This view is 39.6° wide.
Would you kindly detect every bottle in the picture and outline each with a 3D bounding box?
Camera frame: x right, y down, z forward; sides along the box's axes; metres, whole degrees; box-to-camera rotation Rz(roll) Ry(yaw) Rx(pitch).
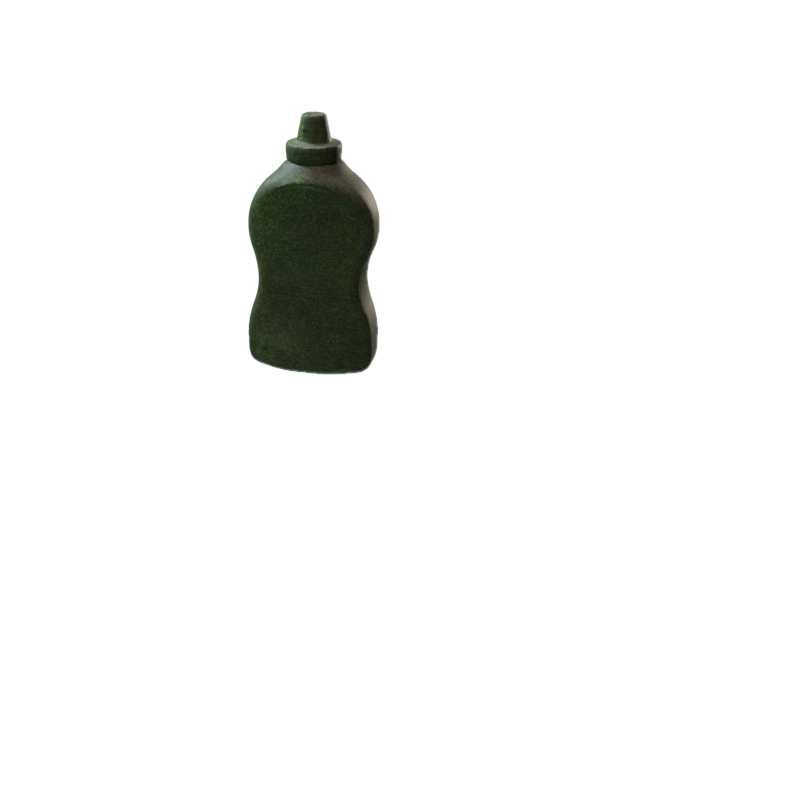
[{"bbox_3d":[-0.064,-0.117,0.819,0.098,0.183,0.060,7,20,14],"label":"bottle"}]
